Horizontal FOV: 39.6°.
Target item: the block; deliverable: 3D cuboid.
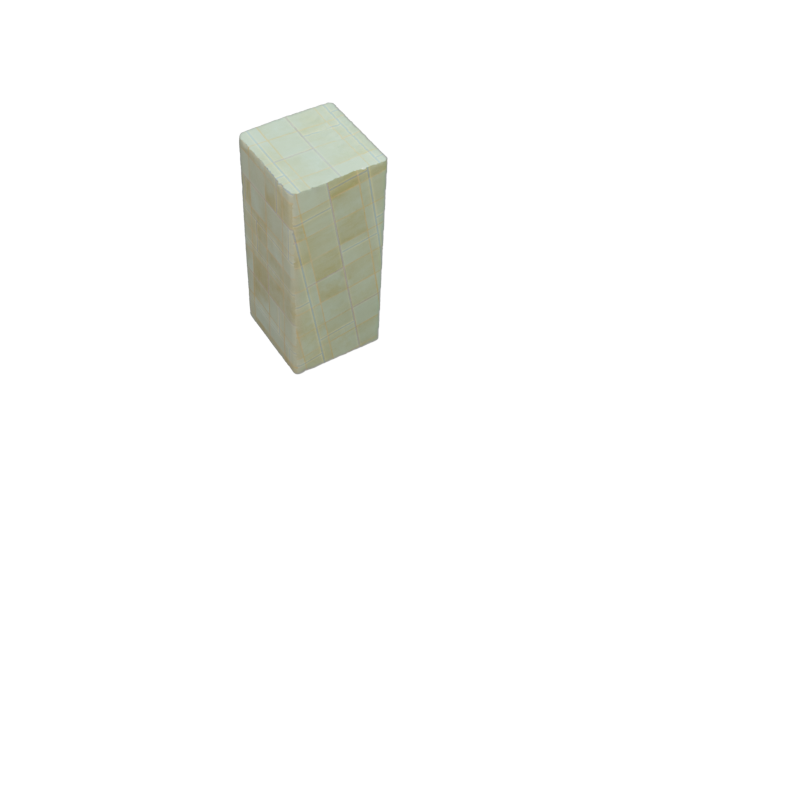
[{"bbox_3d":[-0.074,-0.134,0.937,0.089,0.192,0.098,-23,52,-23],"label":"block"}]
